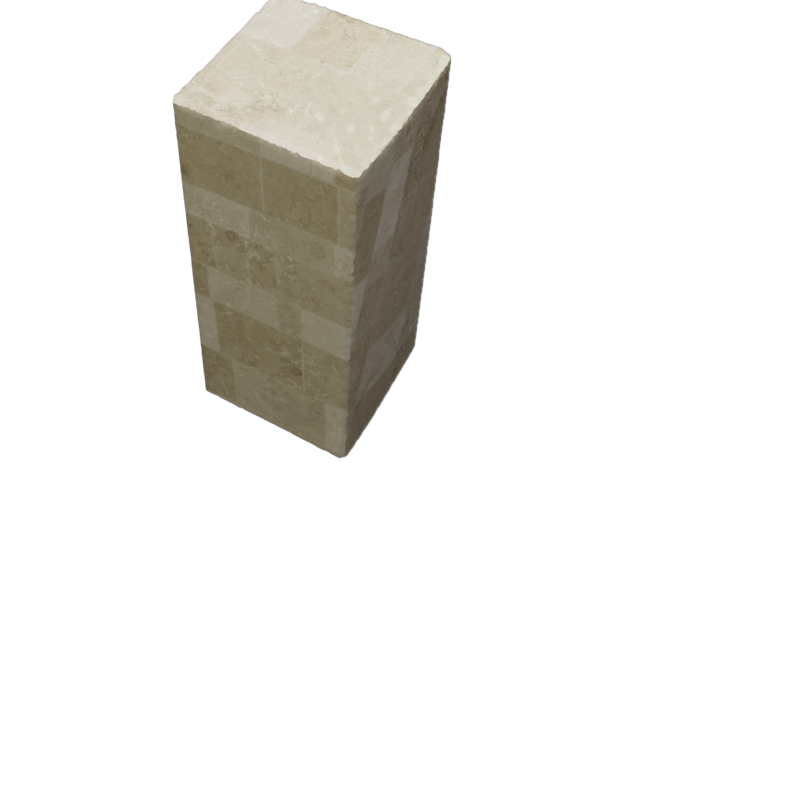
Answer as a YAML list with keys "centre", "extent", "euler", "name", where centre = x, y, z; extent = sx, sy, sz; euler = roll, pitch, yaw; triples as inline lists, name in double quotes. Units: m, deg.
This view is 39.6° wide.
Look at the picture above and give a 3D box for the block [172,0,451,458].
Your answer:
- centre: [-0.042, -0.077, 0.538]
  extent: [0.094, 0.093, 0.192]
  euler: [25, -35, 15]
  name: "block"
